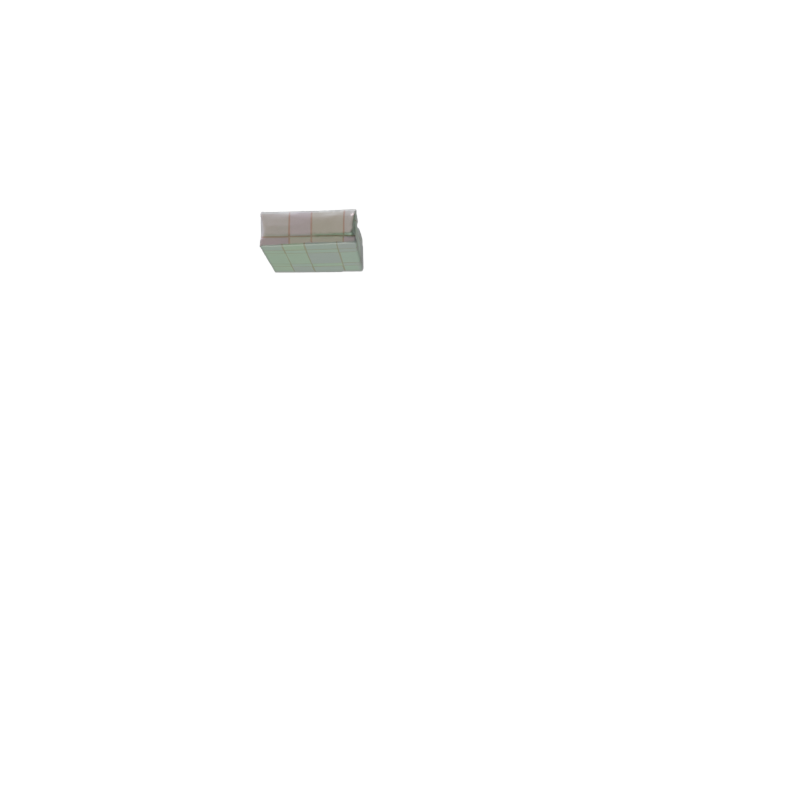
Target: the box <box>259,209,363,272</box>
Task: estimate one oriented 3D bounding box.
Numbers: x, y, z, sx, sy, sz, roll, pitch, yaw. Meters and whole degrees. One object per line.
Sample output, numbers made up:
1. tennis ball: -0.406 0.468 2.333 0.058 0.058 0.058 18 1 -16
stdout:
1. box: -0.068 -0.123 0.864 0.073 0.031 0.086 -1 -9 3
